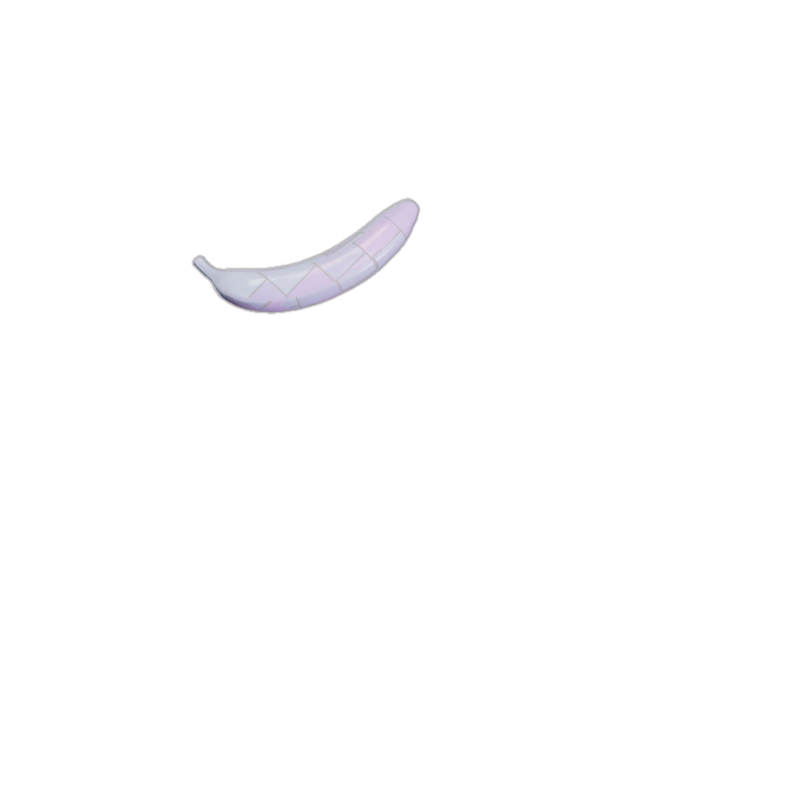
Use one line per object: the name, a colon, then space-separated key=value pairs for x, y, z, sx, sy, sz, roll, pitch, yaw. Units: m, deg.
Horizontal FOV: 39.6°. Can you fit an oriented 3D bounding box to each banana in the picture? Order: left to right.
banana: x=-0.072 y=-0.114 z=0.929 sx=0.197 sy=0.072 sz=0.035 roll=-15 pitch=-13 yaw=-4
